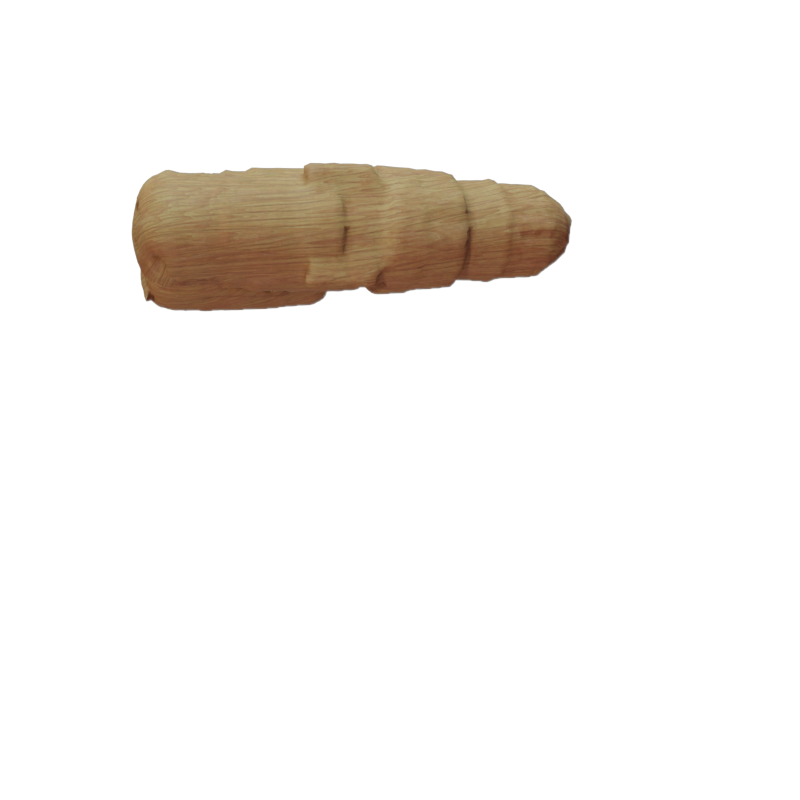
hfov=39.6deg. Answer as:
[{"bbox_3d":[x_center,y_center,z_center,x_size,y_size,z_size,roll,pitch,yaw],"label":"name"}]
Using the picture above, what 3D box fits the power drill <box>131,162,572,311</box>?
[{"bbox_3d":[-0.040,-0.074,0.515,0.180,0.058,0.191,0,1,-19],"label":"power drill"}]
